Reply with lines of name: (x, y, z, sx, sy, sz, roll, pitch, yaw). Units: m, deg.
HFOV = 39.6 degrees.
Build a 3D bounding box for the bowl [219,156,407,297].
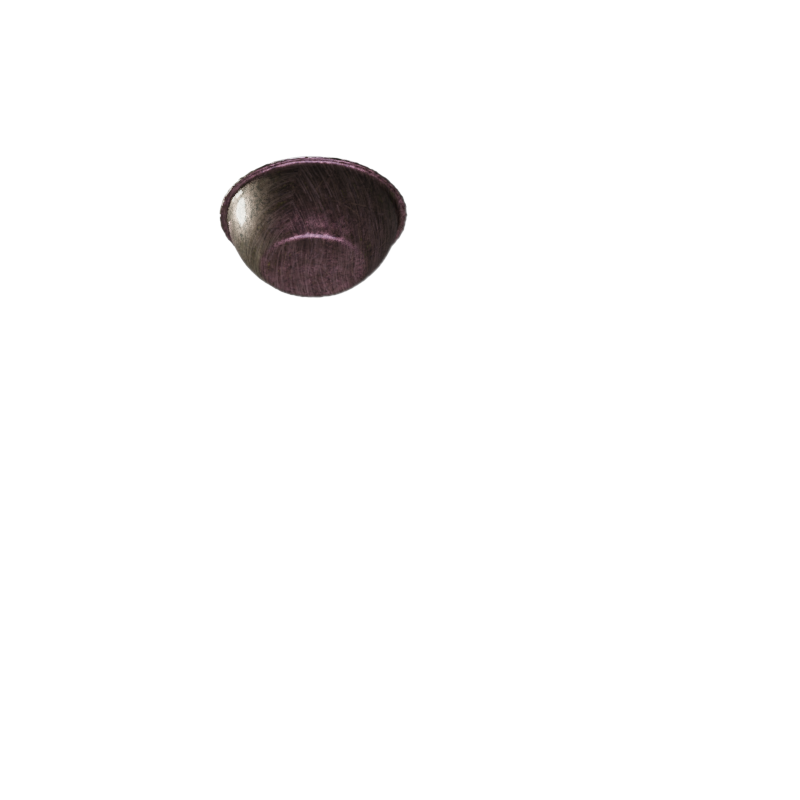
bowl: (-0.074, -0.134, 0.940, 0.162, 0.059, 0.152, 1, -31, -2)
